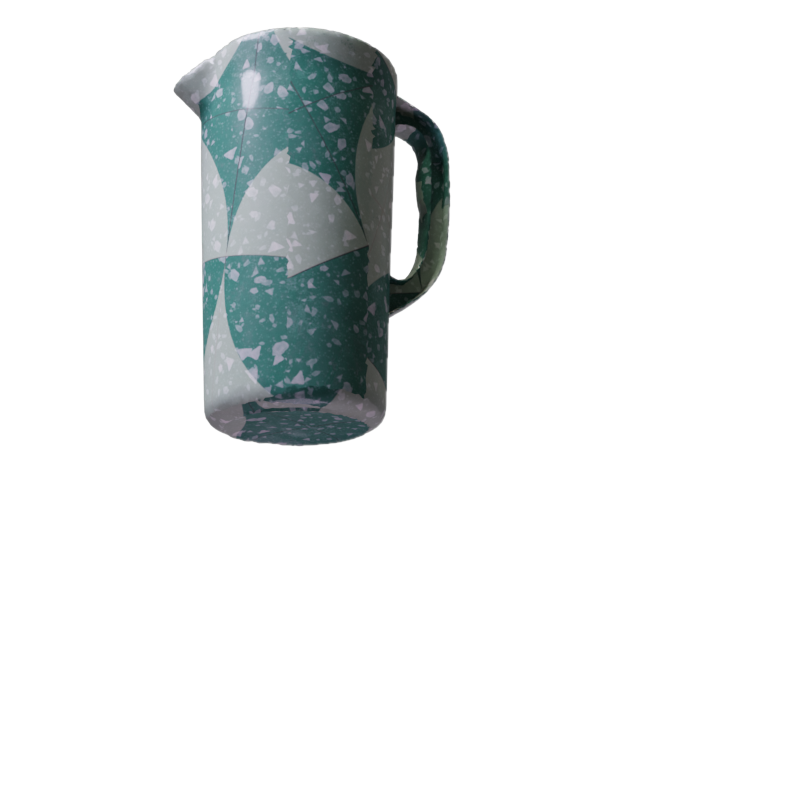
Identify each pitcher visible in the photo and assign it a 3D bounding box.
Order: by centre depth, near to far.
[{"bbox_3d":[-0.055,-0.100,0.701,0.152,0.255,0.135,-9,-22,20],"label":"pitcher"}]
